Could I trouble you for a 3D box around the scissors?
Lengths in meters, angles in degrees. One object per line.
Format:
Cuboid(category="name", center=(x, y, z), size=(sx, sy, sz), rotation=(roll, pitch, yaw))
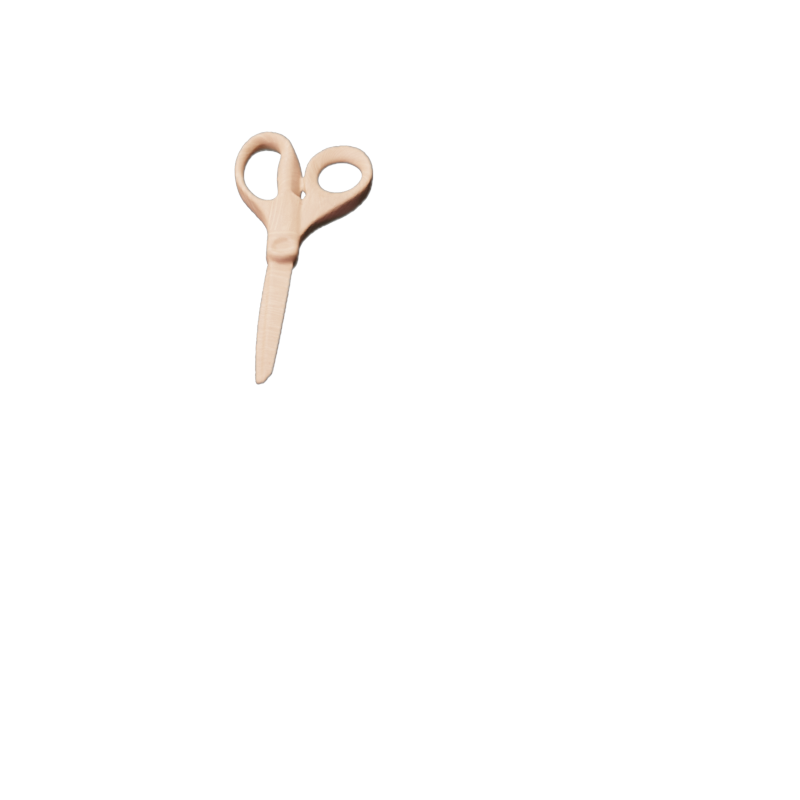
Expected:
Cuboid(category="scissors", center=(-0.051, -0.094, 0.656), size=(0.095, 0.218, 0.015), rotation=(-9, -41, -8))
